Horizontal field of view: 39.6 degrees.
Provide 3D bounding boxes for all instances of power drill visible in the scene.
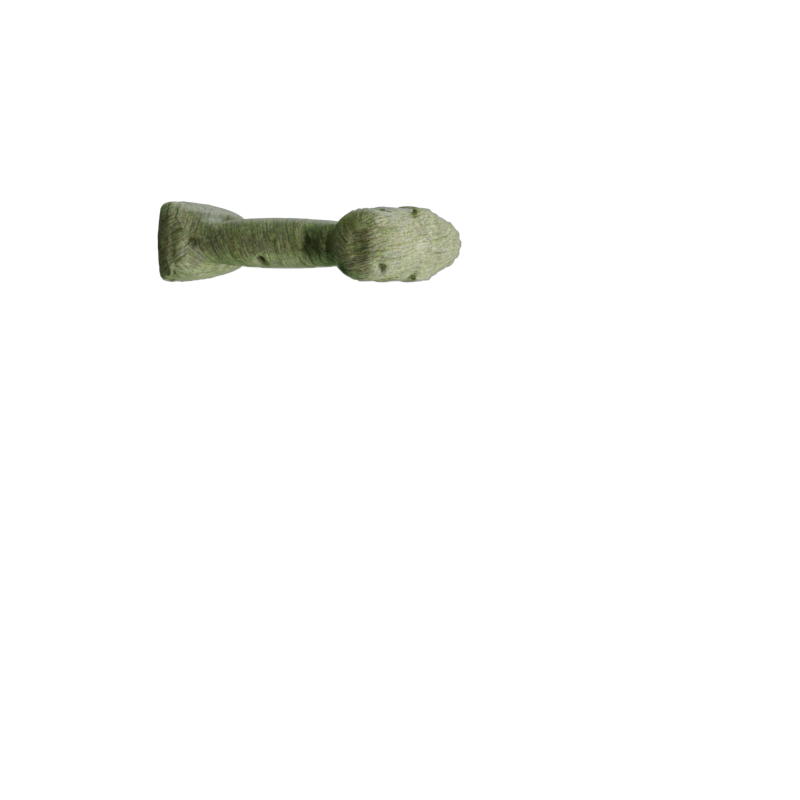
[{"bbox_3d":[-0.061,-0.112,0.782,0.193,0.057,0.180,2,6,20],"label":"power drill"}]
